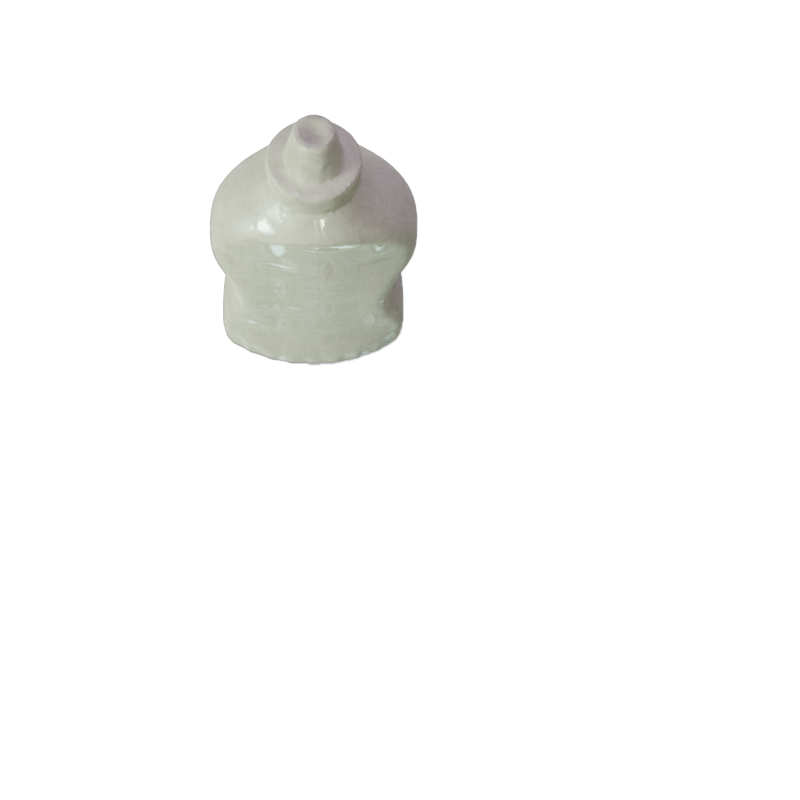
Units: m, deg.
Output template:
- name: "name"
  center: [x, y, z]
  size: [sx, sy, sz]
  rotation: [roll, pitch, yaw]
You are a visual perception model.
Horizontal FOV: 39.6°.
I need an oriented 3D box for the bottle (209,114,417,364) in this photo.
- name: "bottle"
  center: [-0.041, -0.076, 0.529]
  size: [0.096, 0.061, 0.182]
  rotation: [2, -20, -3]
